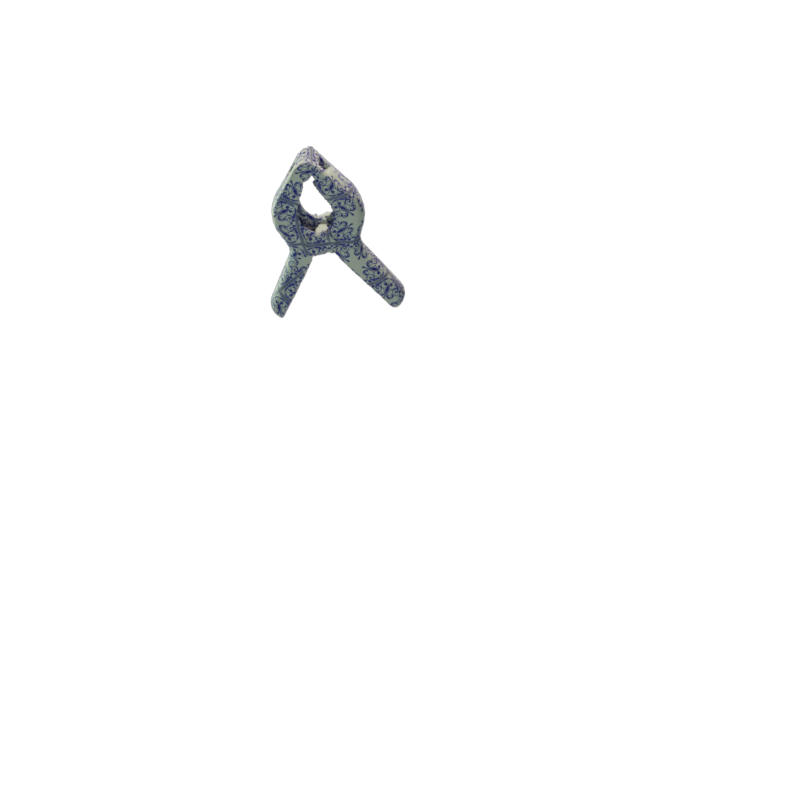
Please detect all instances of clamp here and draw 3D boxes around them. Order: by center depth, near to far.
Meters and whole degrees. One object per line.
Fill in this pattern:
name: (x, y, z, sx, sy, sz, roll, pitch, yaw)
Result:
clamp: (-0.075, -0.137, 0.958, 0.121, 0.159, 0.042, -15, 33, 10)
